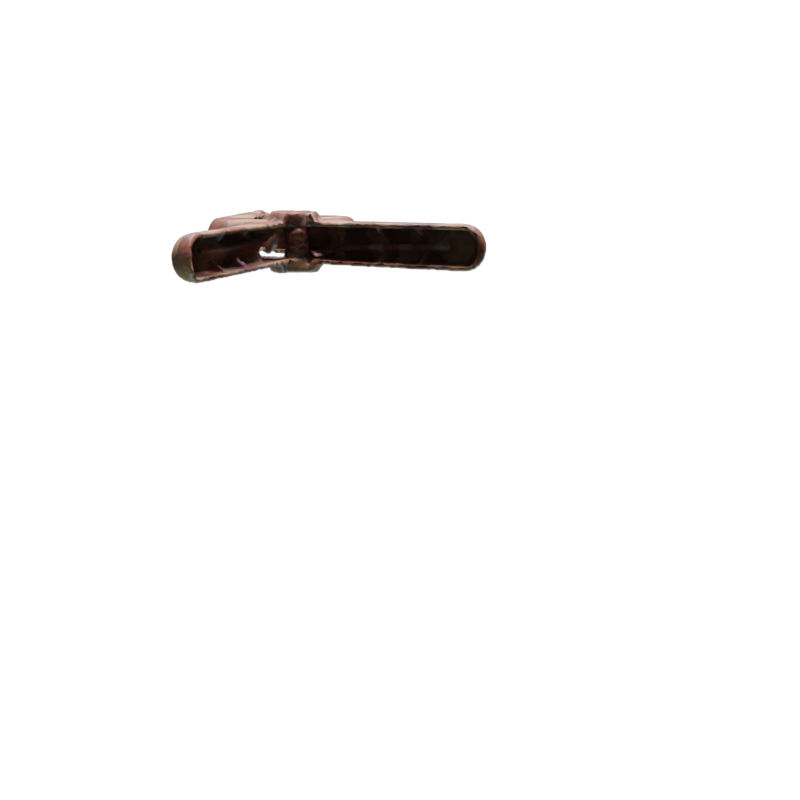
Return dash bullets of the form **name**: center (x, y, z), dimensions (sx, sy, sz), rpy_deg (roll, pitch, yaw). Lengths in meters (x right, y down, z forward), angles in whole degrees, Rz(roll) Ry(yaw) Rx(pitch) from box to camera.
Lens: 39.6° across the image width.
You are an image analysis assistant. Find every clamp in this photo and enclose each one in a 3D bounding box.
- **clamp**: center (-0.051, -0.093, 0.652), dimensions (0.163, 0.036, 0.216), rpy_deg (-2, 12, -10)
